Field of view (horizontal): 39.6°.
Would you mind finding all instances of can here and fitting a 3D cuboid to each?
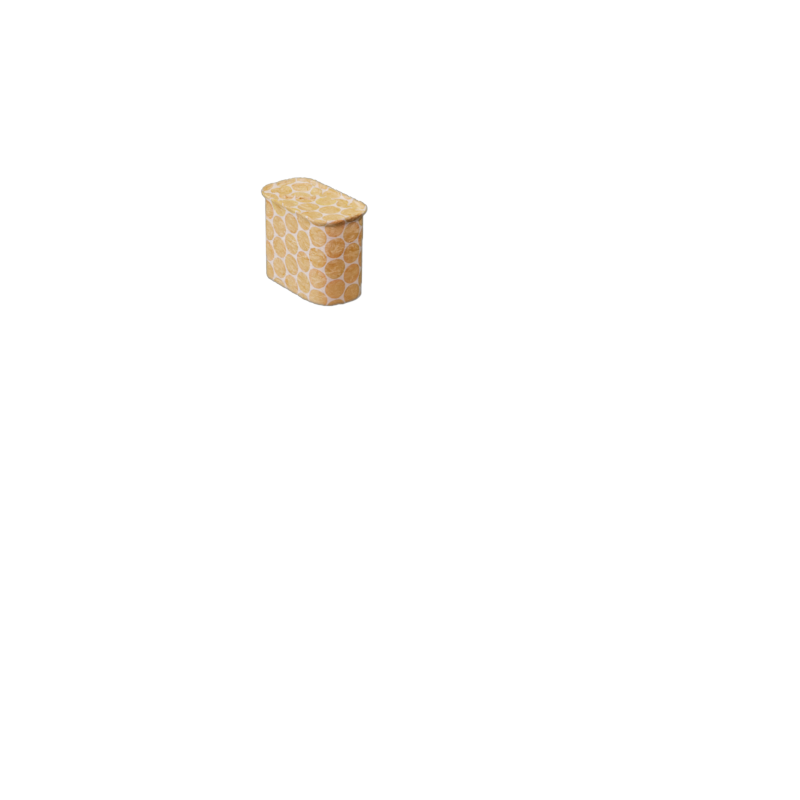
[{"bbox_3d":[-0.076,-0.139,0.972,0.057,0.079,0.109,-20,35,-34],"label":"can"}]
